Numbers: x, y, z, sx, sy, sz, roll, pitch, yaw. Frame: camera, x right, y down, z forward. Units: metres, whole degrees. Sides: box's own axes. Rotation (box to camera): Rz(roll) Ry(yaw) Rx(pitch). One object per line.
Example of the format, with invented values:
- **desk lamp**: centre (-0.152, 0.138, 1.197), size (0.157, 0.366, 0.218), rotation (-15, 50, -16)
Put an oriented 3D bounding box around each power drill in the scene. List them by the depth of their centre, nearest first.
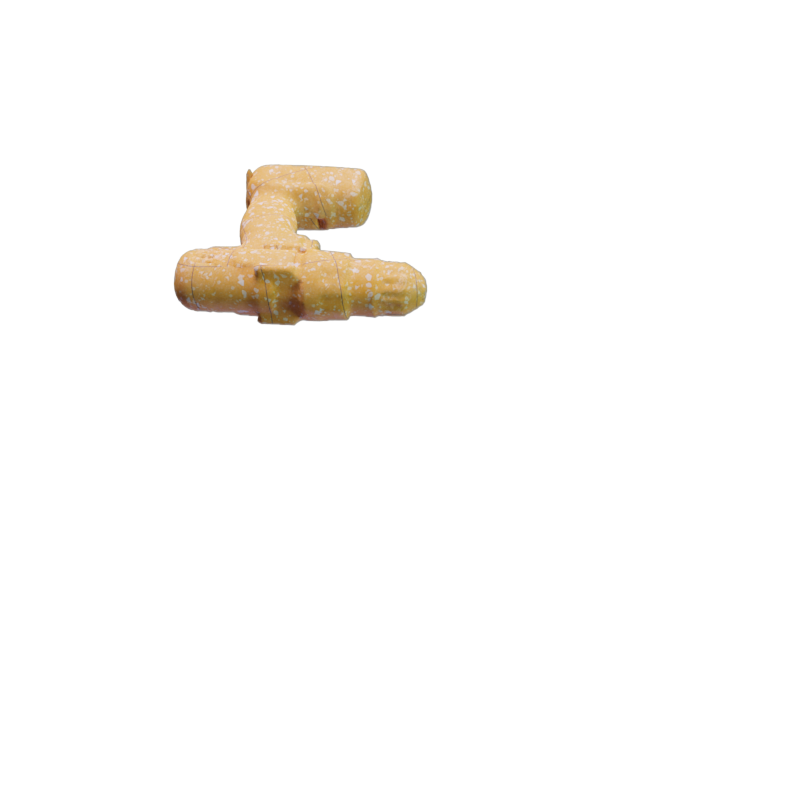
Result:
- **power drill**: centre (-0.068, -0.123, 0.865), size (0.186, 0.054, 0.197), rotation (4, 32, 5)
